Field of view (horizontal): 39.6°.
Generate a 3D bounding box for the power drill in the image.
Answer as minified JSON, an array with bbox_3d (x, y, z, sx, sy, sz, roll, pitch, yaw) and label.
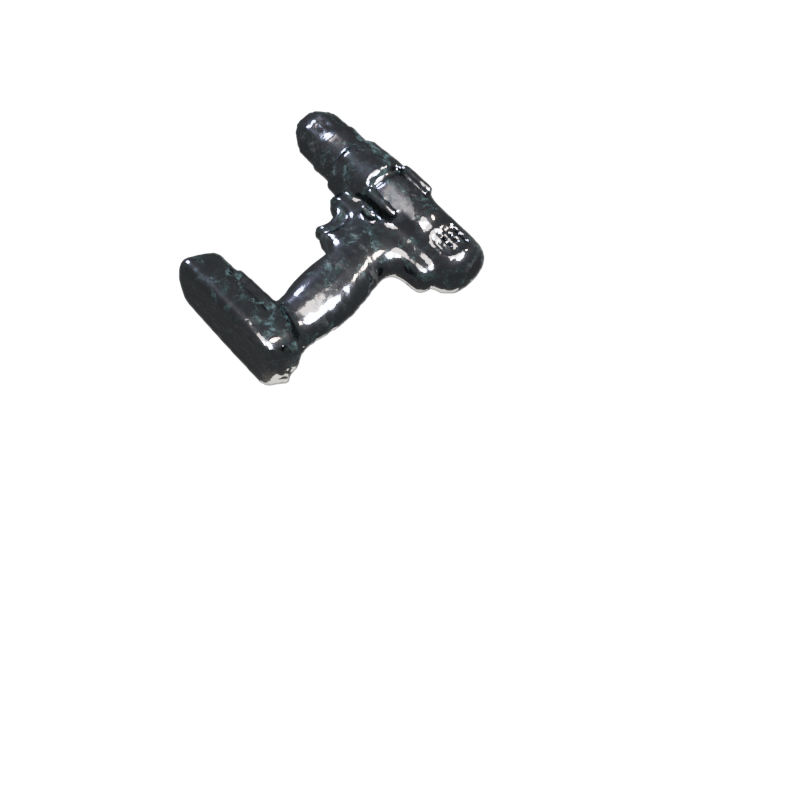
[{"bbox_3d":[-0.062,-0.113,0.793,0.189,0.196,0.054,-36,-25,-21],"label":"power drill"}]
